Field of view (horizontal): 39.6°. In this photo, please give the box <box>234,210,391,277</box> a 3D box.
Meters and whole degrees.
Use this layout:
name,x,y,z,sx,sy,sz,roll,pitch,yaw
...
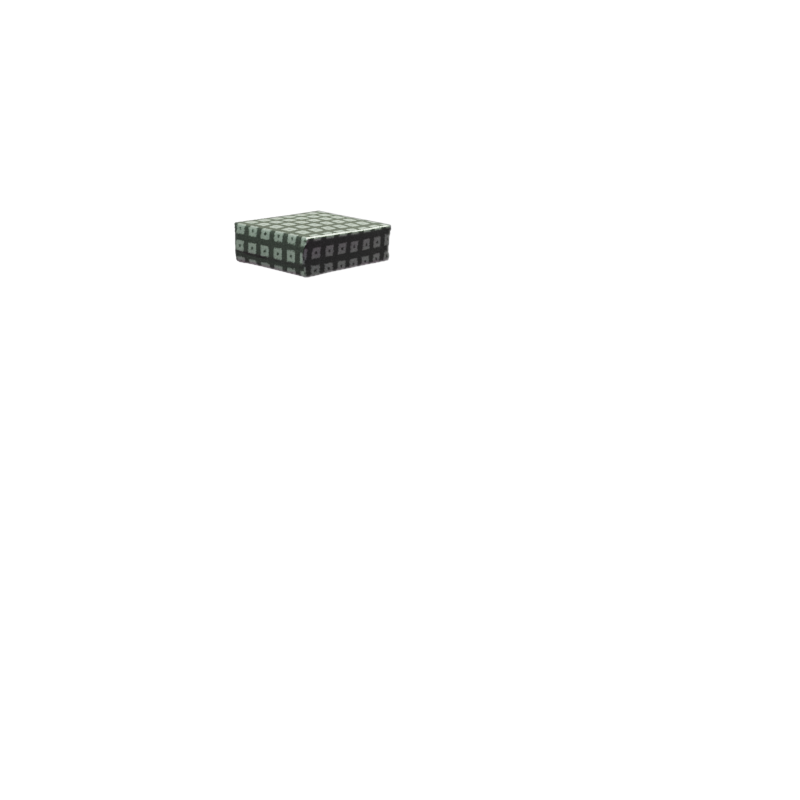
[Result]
name,x,y,z,sx,sy,sz,roll,pitch,yaw
box,-0.077,-0.140,0.983,0.095,0.037,0.111,16,24,38
